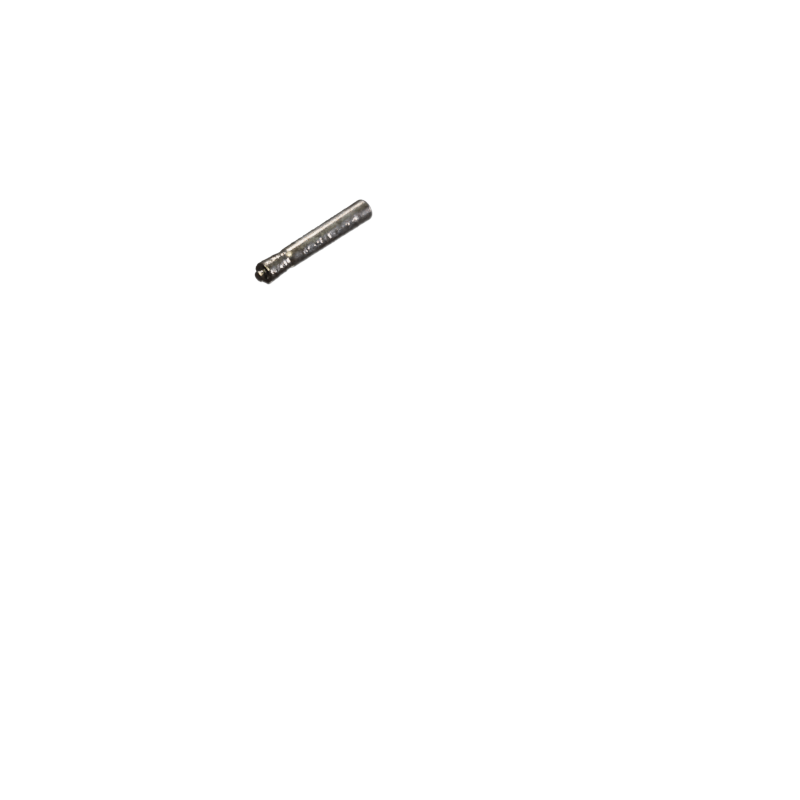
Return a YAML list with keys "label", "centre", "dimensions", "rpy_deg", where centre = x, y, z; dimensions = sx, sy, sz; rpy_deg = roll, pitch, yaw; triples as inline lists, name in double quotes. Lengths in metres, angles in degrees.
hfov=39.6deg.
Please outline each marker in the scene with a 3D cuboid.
- label: "marker"
  centre: [-0.070, -0.127, 0.890]
  dimensions: [0.122, 0.019, 0.021]
  rpy_deg: [-38, 26, -33]
